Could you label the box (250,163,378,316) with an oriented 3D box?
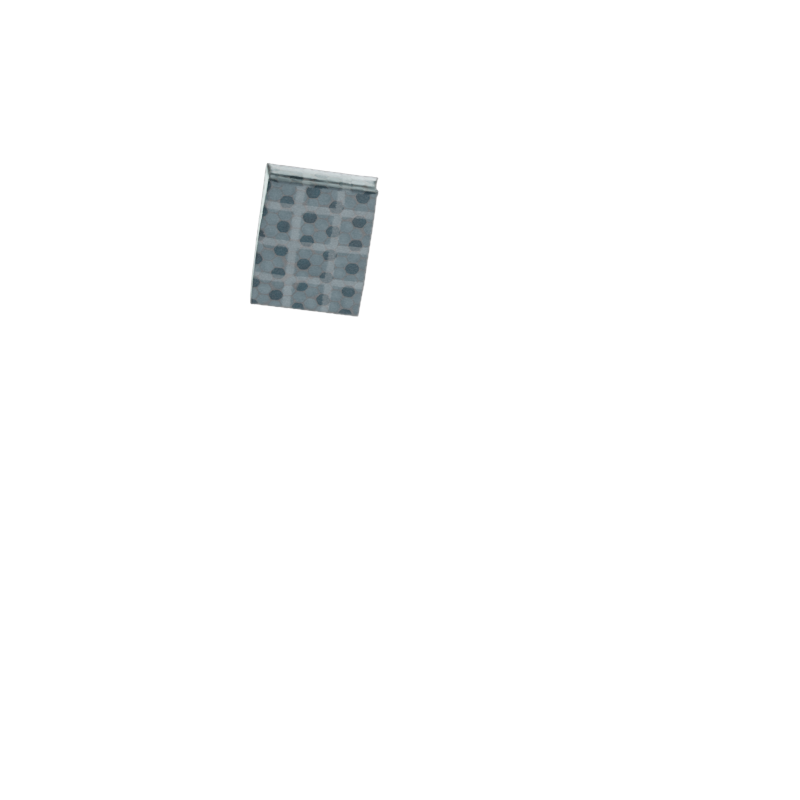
[{"bbox_3d":[-0.069,-0.125,0.878,0.089,0.108,0.041,8,29,-5],"label":"box"}]
